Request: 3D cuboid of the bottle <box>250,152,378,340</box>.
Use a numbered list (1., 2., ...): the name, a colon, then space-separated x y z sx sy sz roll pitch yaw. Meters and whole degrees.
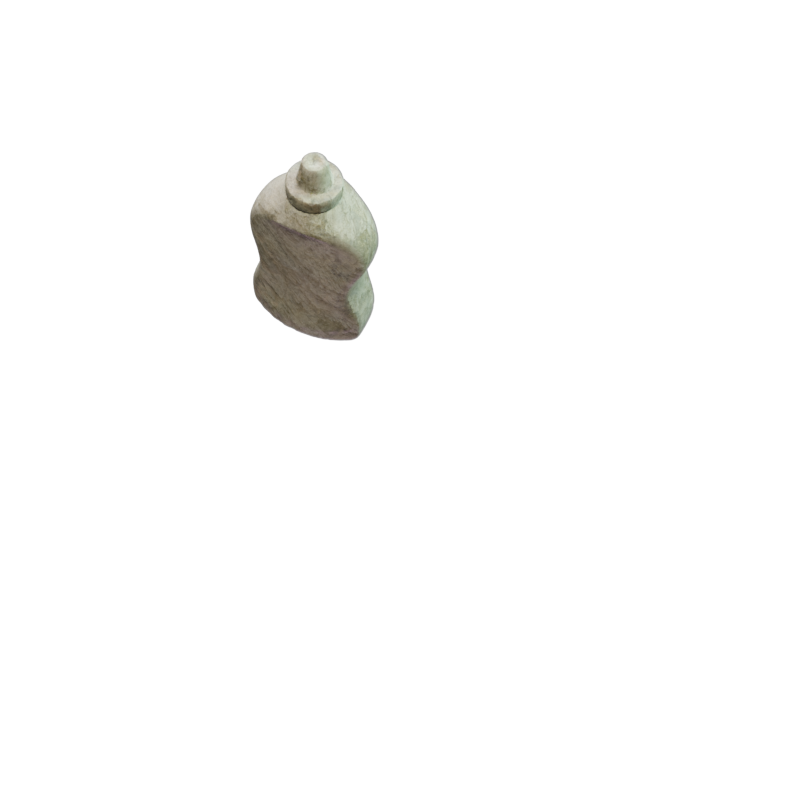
1. bottle: -0.064 -0.118 0.825 0.099 0.060 0.180 26 -27 10
